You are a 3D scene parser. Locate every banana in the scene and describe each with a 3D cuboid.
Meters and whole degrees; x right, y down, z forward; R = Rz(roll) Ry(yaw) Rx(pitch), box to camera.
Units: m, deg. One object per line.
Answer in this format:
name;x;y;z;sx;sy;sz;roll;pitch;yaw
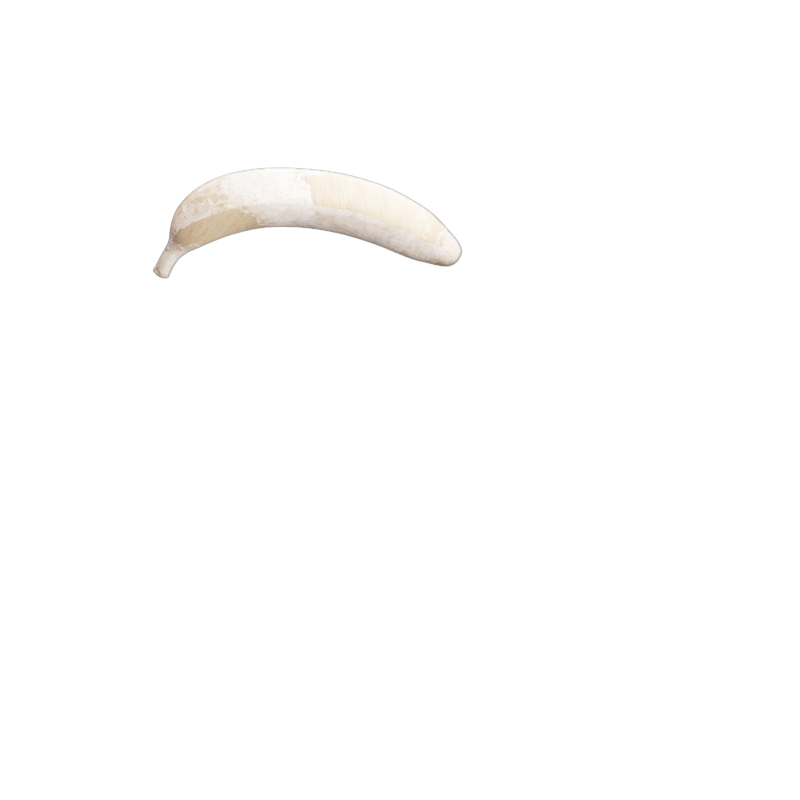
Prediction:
banana;-0.059;-0.115;0.700;0.198;0.065;0.039;-1;39;1
